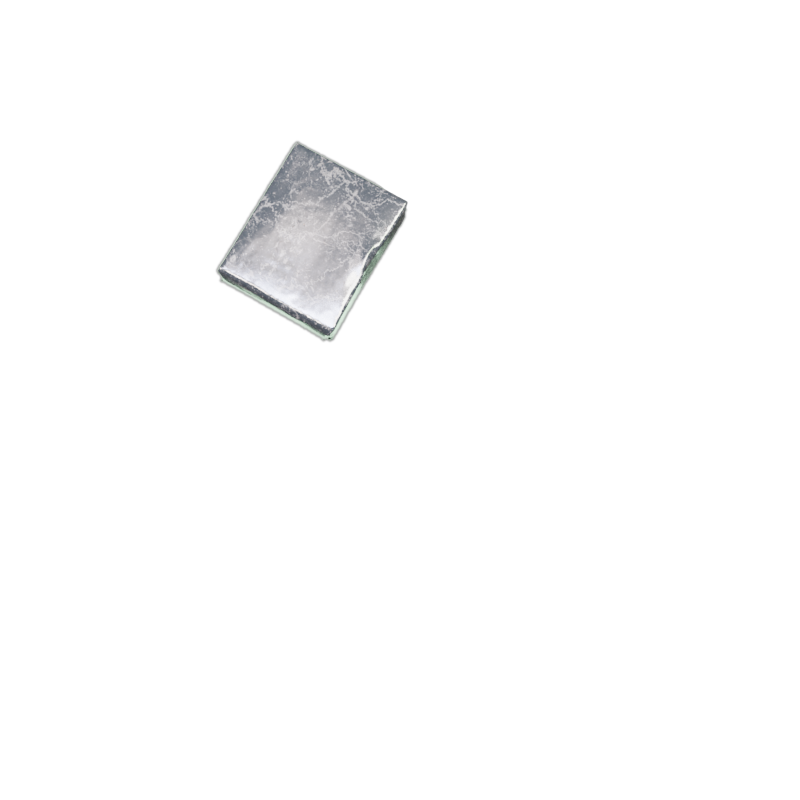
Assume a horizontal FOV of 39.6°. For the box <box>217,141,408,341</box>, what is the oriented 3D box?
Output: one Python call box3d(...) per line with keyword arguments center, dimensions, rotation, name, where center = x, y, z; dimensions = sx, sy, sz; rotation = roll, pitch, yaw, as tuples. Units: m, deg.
box3d(center=(-0.049, -0.088, 0.619), dimensions=(0.075, 0.091, 0.029), rotation=(28, -15, 8), name="box")
